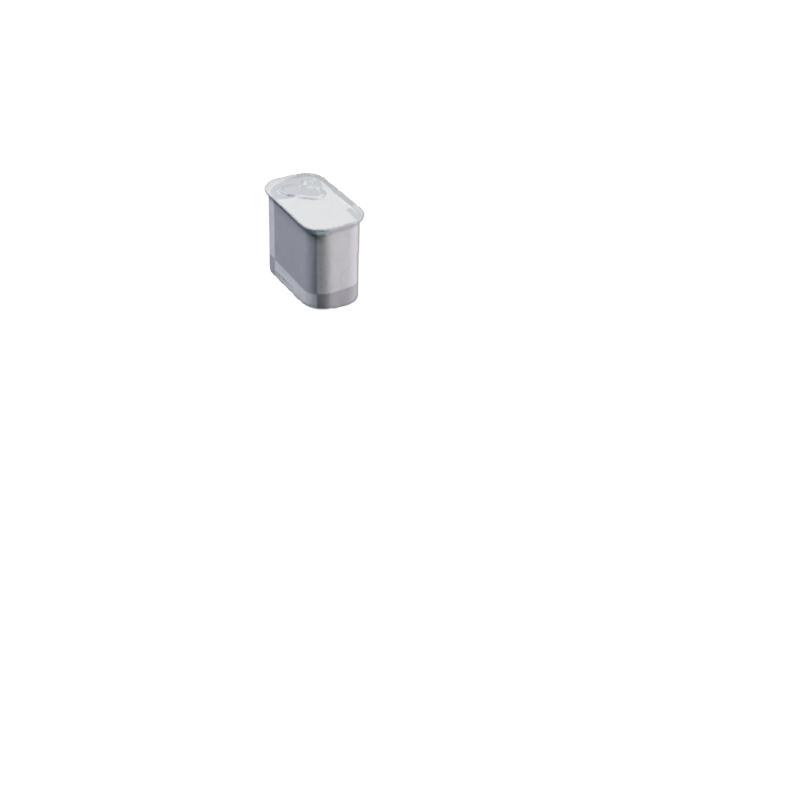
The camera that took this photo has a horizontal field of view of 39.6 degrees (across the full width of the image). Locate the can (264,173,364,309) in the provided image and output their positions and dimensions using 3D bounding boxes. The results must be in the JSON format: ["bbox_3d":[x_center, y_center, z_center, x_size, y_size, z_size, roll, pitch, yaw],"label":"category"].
[{"bbox_3d":[-0.076,-0.138,0.966,0.057,0.079,0.110,-16,38,-25],"label":"can"}]
